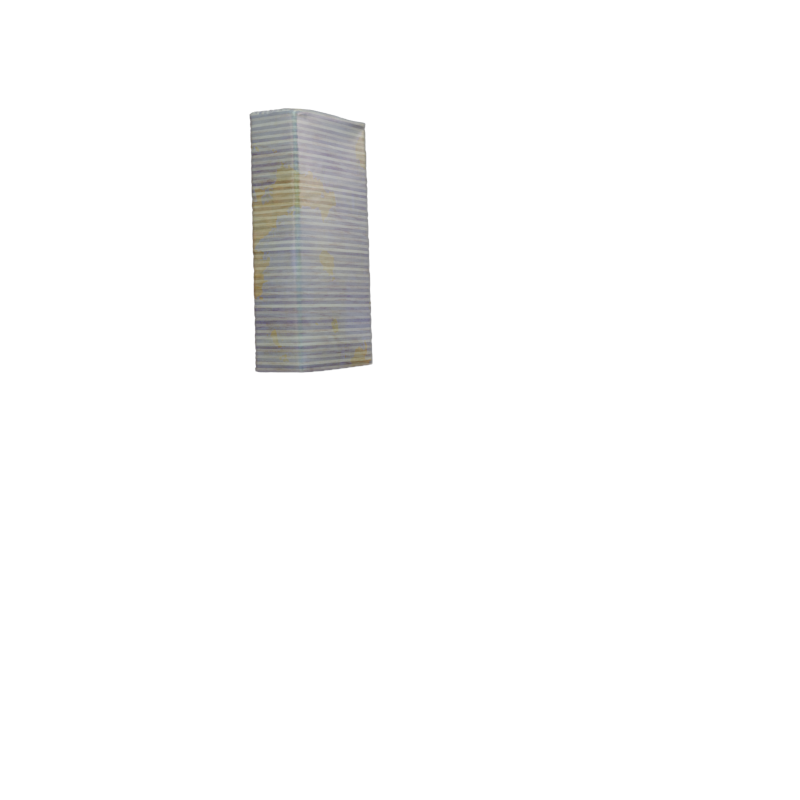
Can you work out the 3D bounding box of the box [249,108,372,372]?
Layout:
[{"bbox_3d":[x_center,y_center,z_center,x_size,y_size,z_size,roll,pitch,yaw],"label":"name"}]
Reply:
[{"bbox_3d":[-0.060,-0.110,0.771,0.050,0.177,0.090,-1,0,31],"label":"box"}]
